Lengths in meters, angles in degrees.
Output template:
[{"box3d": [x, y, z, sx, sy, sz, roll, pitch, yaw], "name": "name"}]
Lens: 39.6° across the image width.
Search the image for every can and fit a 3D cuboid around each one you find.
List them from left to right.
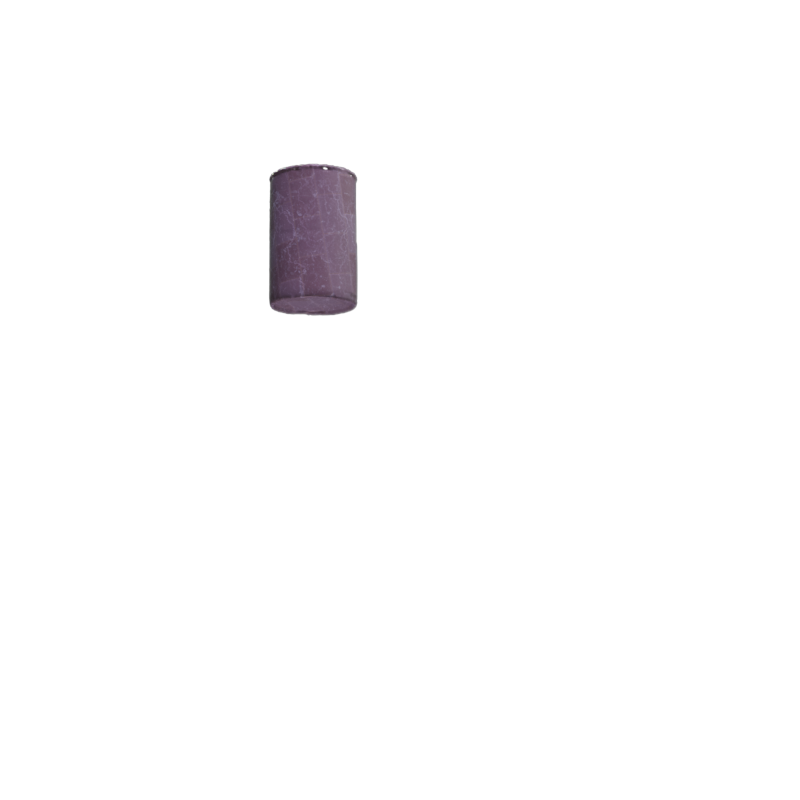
[{"box3d": [-0.066, -0.120, 0.842, 0.068, 0.106, 0.066, 0, -13, -2], "name": "can"}]
